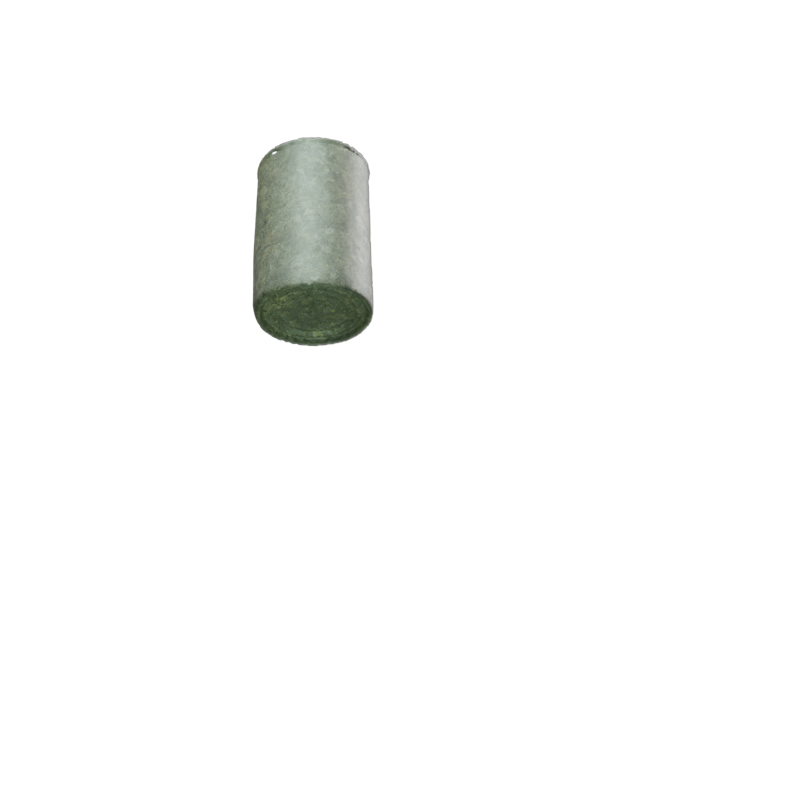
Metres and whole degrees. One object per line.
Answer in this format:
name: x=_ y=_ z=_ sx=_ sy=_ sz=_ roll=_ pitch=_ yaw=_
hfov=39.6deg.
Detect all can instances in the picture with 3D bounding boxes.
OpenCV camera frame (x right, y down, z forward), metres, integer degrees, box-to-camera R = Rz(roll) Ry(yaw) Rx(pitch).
can: x=-0.050 y=-0.091 z=0.639 sx=0.068 sy=0.109 sz=0.064 roll=-1 pitch=-32 yaw=-2
